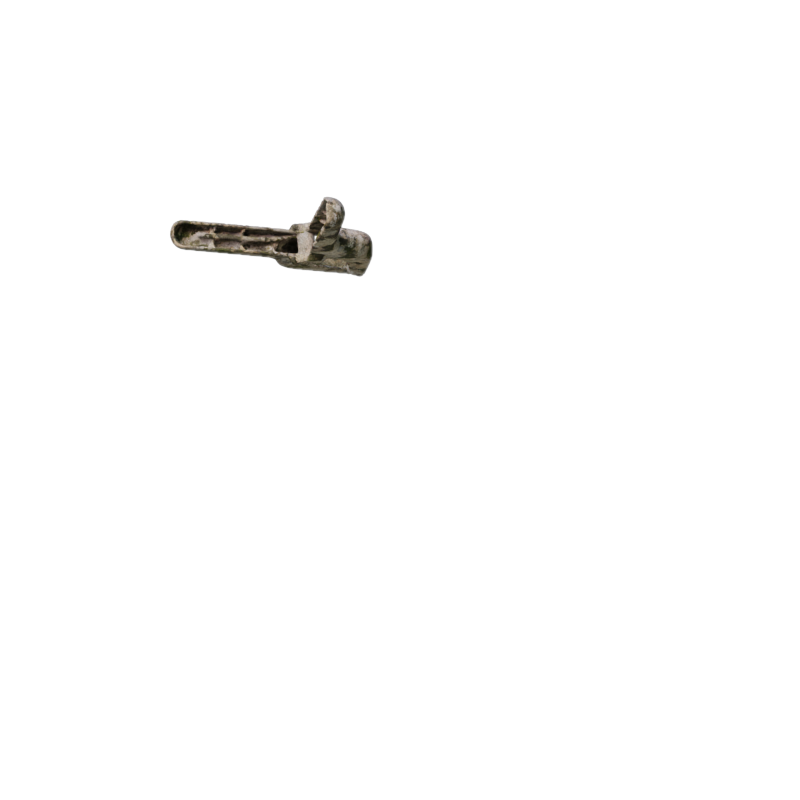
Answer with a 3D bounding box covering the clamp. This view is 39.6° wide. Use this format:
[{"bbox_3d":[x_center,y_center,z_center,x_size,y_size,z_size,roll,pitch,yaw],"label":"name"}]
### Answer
[{"bbox_3d":[-0.077,-0.141,0.990,0.169,0.037,0.200,-3,-6,34],"label":"clamp"}]
